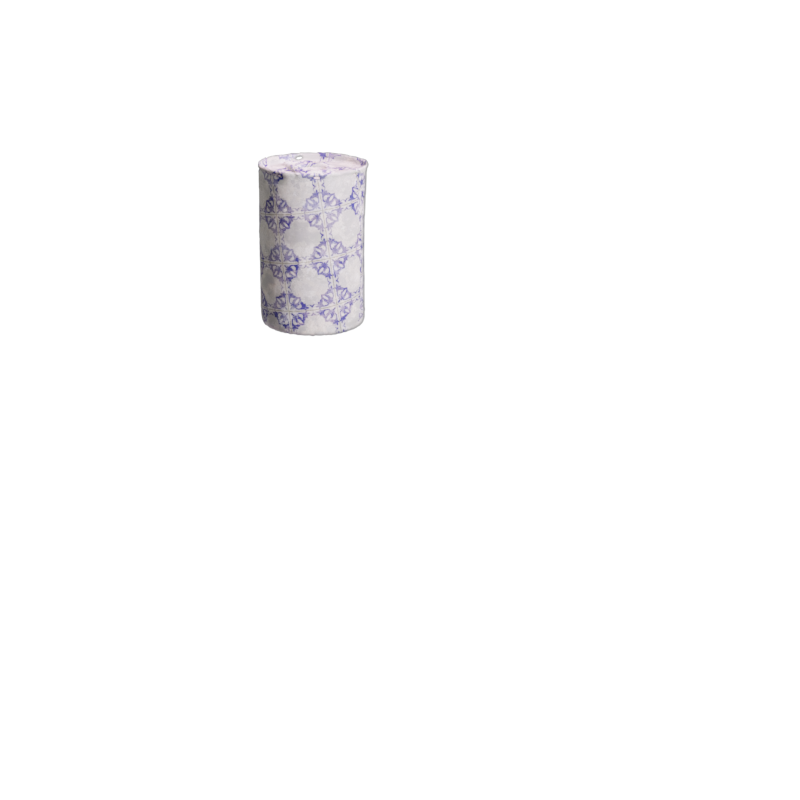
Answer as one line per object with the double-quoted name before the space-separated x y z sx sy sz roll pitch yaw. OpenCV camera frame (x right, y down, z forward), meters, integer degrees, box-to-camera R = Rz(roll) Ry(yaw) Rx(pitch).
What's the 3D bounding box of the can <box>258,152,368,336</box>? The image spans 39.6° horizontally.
"can" -0.054 -0.099 0.693 0.068 0.098 0.071 0 18 -2
